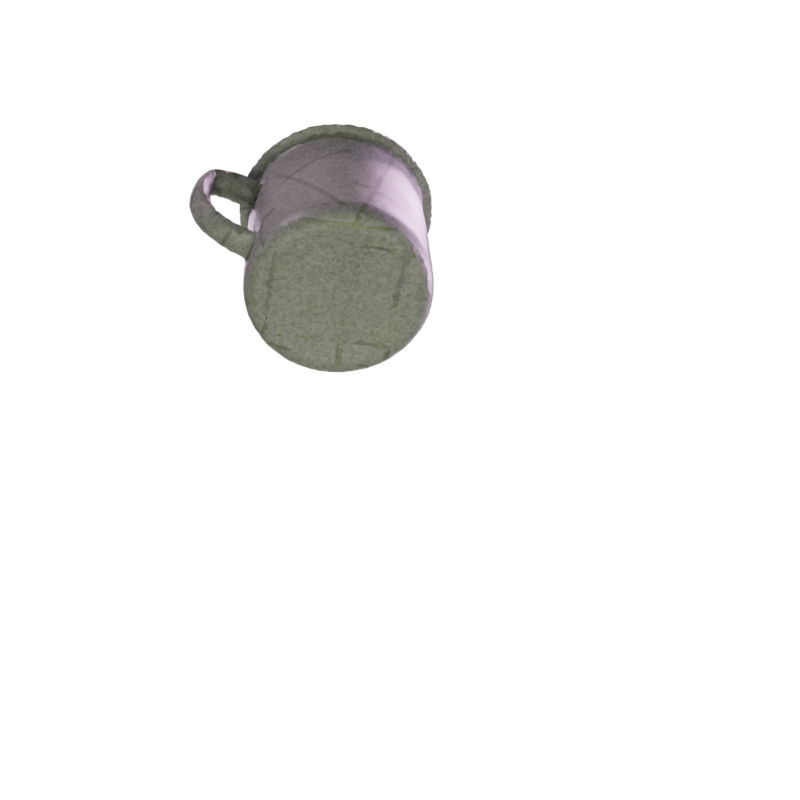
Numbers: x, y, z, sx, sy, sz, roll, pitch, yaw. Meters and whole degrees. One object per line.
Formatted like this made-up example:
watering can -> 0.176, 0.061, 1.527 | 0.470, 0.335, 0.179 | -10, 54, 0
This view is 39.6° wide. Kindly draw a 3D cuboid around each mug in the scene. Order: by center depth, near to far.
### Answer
mug -> -0.039, -0.071, 0.498 | 0.114, 0.090, 0.087 | 23, 28, -15
